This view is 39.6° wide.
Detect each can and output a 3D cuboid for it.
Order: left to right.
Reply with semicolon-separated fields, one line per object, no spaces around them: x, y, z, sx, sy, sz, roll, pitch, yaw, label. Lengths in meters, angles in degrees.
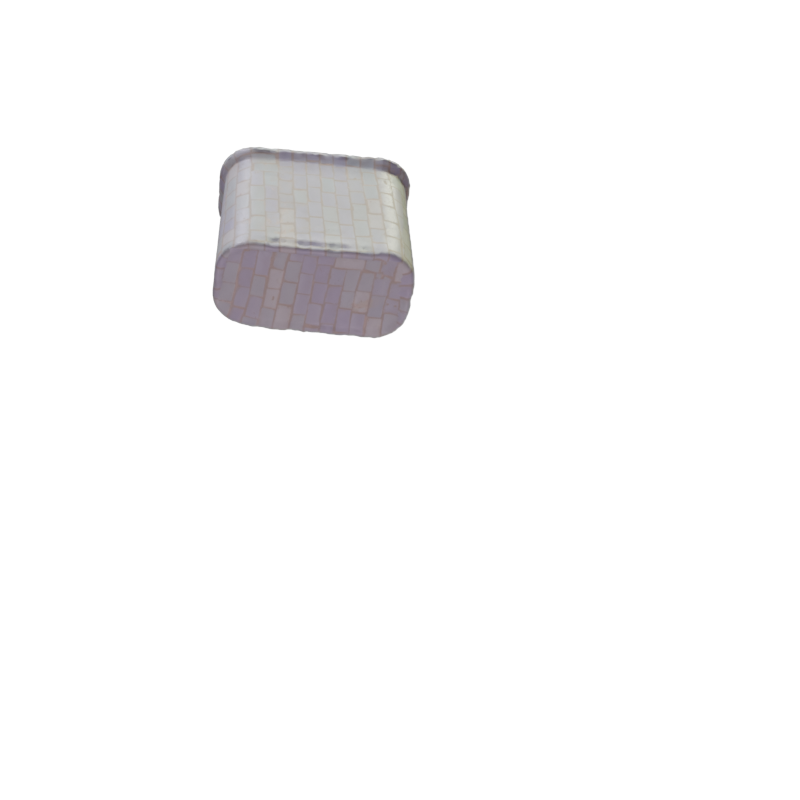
-0.044;-0.080;0.564;0.101;0.054;0.090;4;40;-5;can
